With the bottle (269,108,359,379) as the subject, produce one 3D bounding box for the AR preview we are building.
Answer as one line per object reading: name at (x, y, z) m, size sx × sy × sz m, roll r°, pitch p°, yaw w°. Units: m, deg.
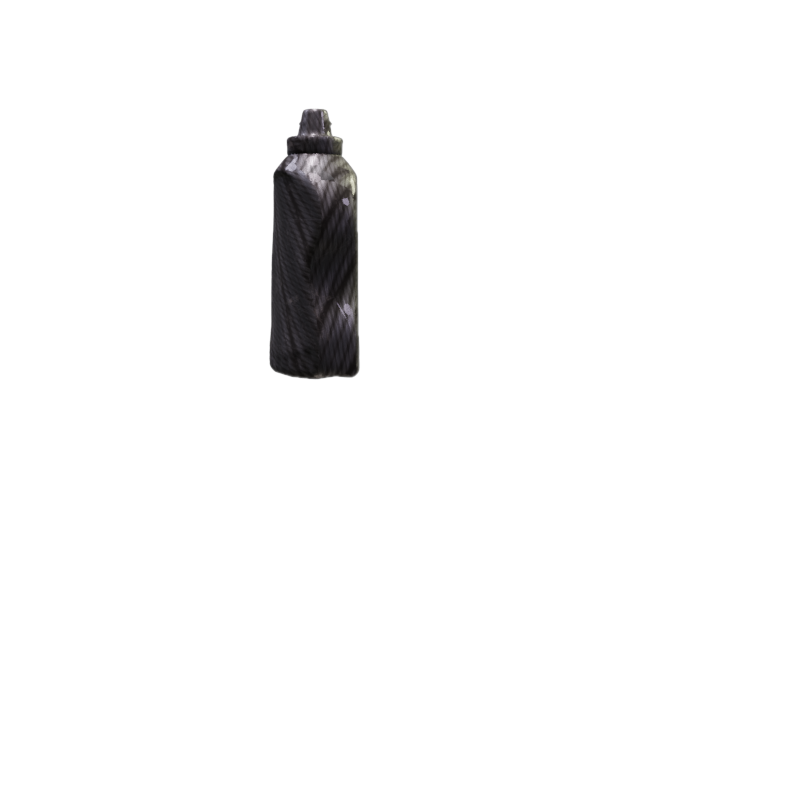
bottle at (-0.063, -0.115, 0.805) m, size 0.057 × 0.192 × 0.099 m, roll 0°, pitch 1°, yaw -22°
